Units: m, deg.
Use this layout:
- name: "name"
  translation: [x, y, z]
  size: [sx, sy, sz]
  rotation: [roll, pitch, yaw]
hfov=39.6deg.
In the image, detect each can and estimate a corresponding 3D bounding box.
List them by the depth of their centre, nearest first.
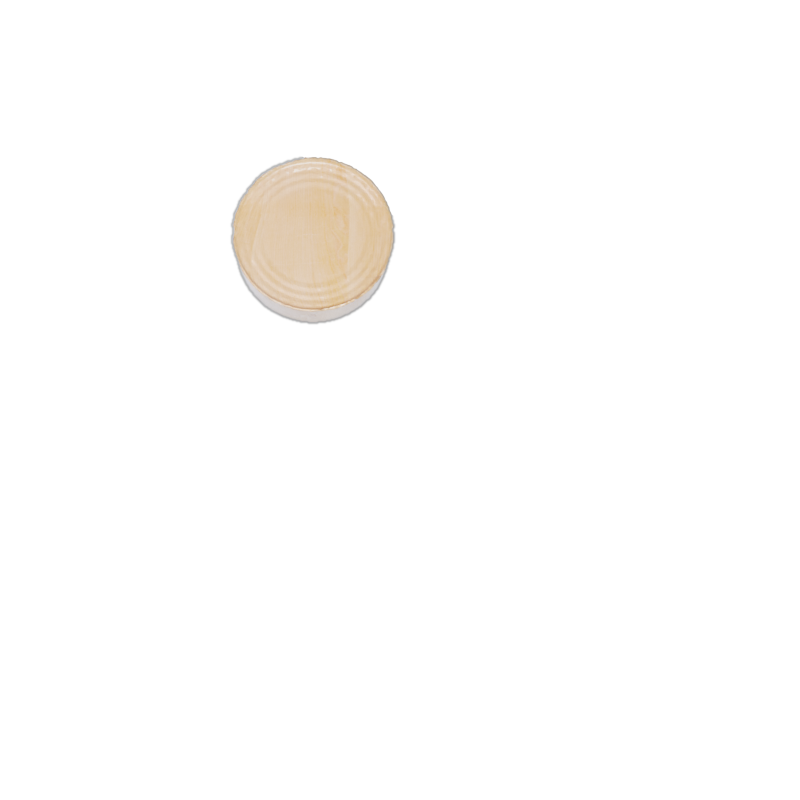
- name: "can"
  translation: [-0.047, -0.086, 0.601]
  size: [0.086, 0.089, 0.032]
  rotation: [-1, -16, -1]
